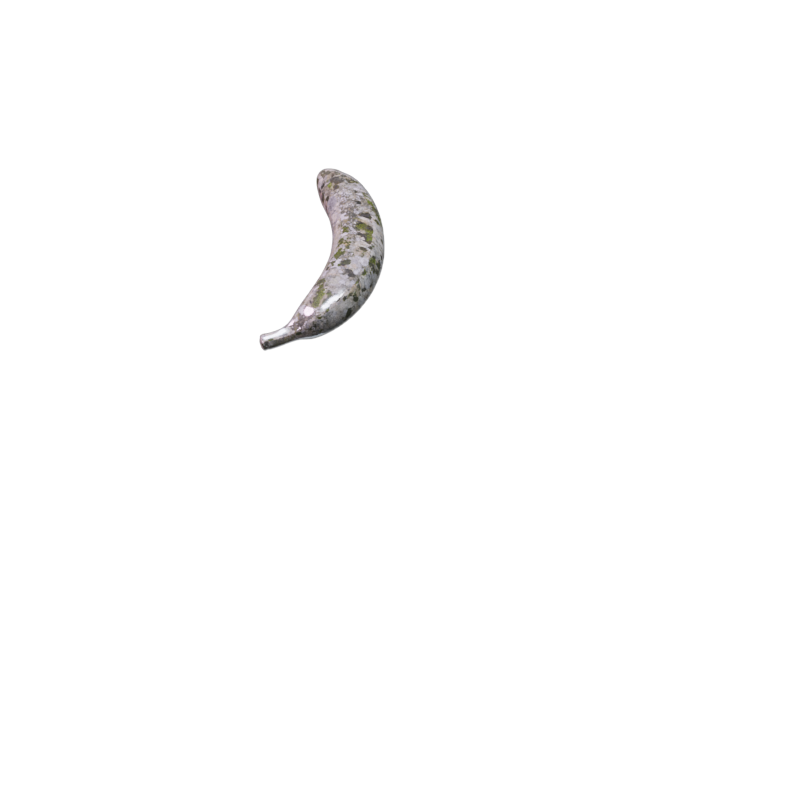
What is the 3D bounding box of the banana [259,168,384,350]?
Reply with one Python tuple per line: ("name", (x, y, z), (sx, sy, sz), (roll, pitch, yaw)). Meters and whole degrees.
("banana", (-0.045, -0.108, 0.790), (0.070, 0.034, 0.209), (6, 43, 6))
